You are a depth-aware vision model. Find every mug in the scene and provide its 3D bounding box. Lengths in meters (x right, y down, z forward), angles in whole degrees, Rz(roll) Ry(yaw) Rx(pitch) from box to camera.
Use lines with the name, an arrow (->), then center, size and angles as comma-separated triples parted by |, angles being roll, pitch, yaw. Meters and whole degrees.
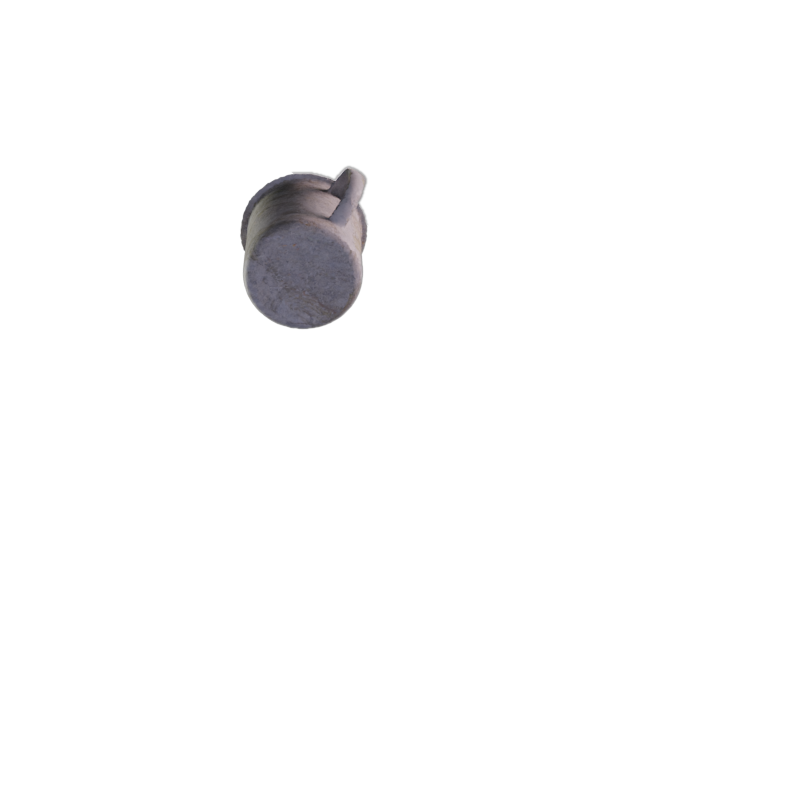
mug -> -0.061, -0.110, 0.774 | 0.090, 0.115, 0.086 | 34, 21, -18
